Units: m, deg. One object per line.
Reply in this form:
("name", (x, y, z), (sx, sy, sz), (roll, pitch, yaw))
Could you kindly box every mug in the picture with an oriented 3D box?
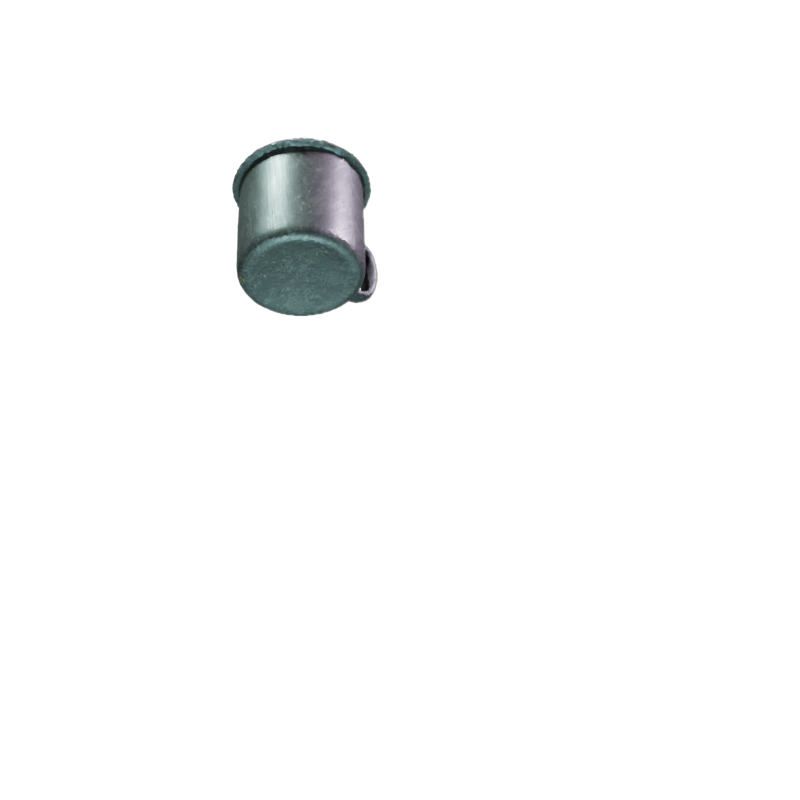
("mug", (-0.057, -0.104, 0.726), (0.093, 0.087, 0.109), (-28, -46, 28))
